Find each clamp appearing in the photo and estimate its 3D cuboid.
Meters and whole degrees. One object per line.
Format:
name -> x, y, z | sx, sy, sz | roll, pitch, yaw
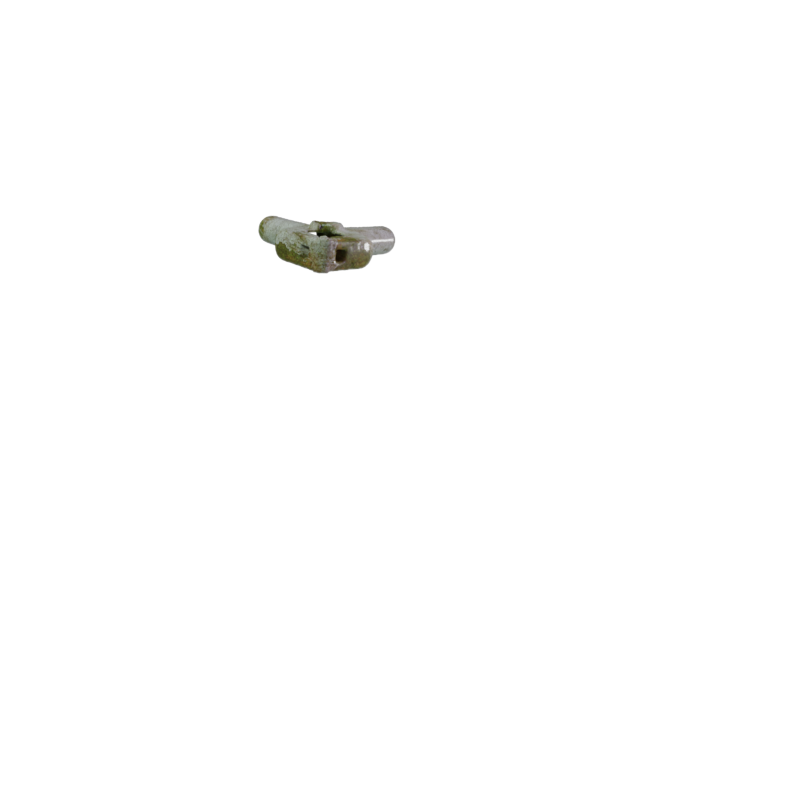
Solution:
clamp -> -0.072, -0.132, 0.921 | 0.122, 0.039, 0.172 | 1, 11, 7
